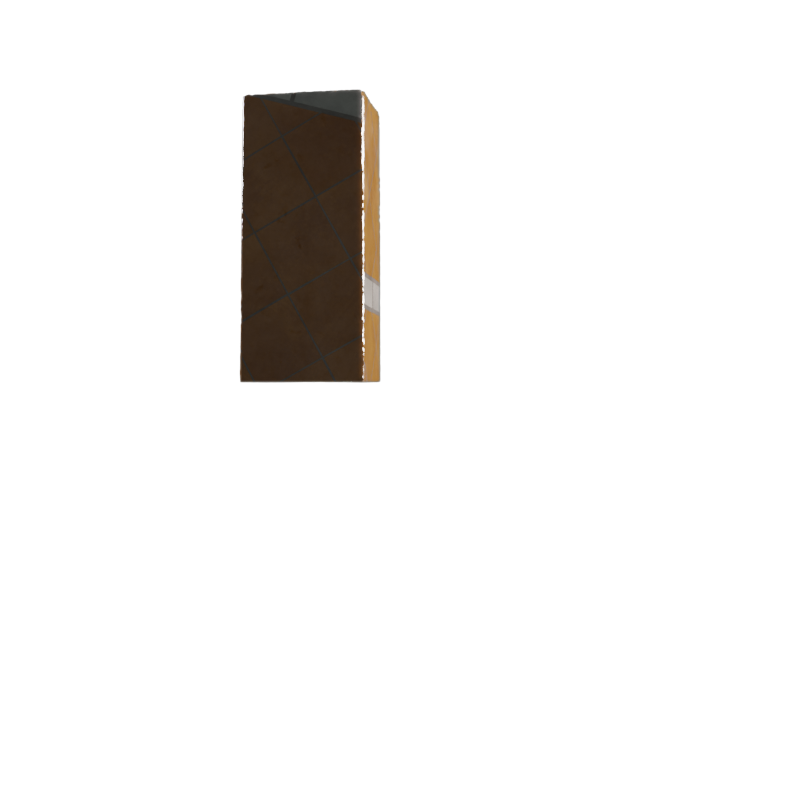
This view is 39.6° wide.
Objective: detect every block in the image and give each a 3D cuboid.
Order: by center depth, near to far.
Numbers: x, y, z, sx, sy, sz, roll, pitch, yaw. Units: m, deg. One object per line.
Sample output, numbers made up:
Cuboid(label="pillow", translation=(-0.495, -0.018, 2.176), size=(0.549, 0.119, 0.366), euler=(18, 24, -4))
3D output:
Cuboid(label="block", translation=(-0.064, -0.117, 0.820), size=(0.091, 0.209, 0.088), euler=(-1, -6, 9))
